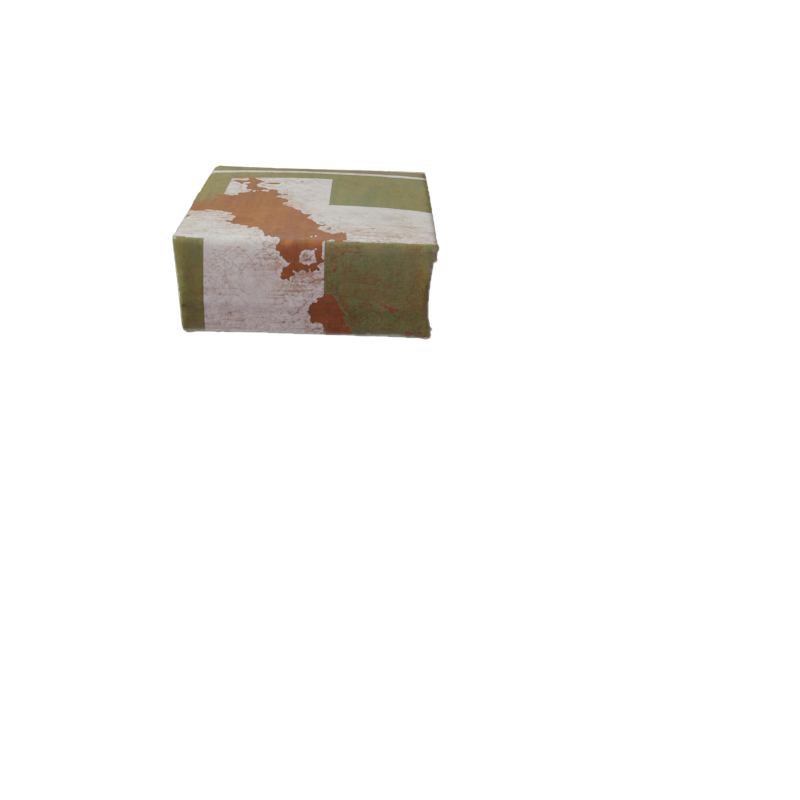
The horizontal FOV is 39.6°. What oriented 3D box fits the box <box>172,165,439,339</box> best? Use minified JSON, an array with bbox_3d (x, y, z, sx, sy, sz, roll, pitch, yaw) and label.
[{"bbox_3d":[-0.033,-0.060,0.422,0.090,0.037,0.119,0,25,0],"label":"box"}]
